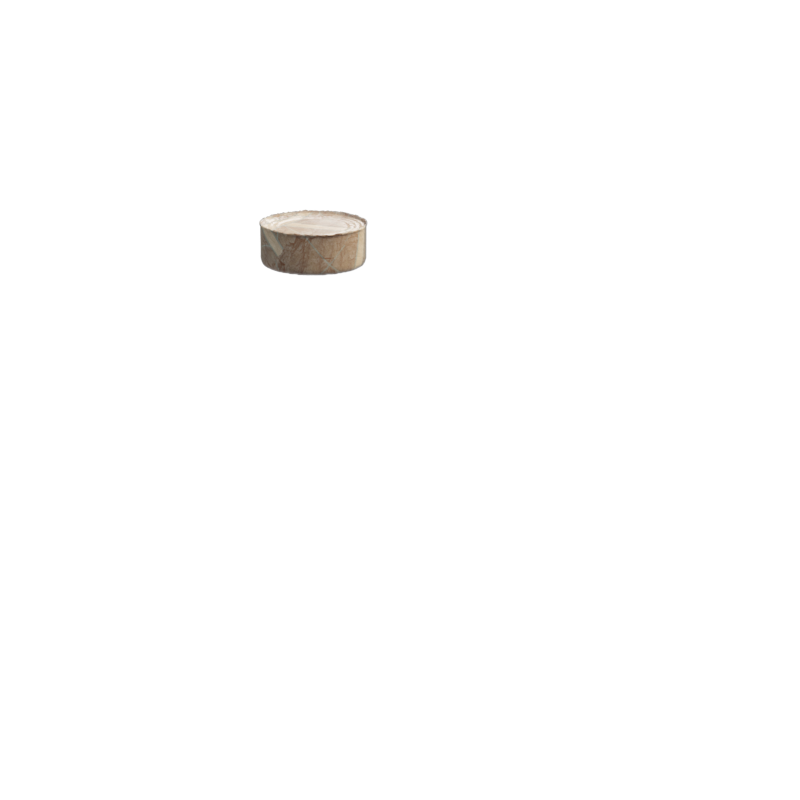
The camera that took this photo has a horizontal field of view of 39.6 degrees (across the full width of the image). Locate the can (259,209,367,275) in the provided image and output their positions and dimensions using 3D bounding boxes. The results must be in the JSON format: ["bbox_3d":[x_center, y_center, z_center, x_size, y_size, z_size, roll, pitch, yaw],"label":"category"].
[{"bbox_3d":[-0.069,-0.126,0.882,0.086,0.032,0.090,-1,21,-2],"label":"can"}]
